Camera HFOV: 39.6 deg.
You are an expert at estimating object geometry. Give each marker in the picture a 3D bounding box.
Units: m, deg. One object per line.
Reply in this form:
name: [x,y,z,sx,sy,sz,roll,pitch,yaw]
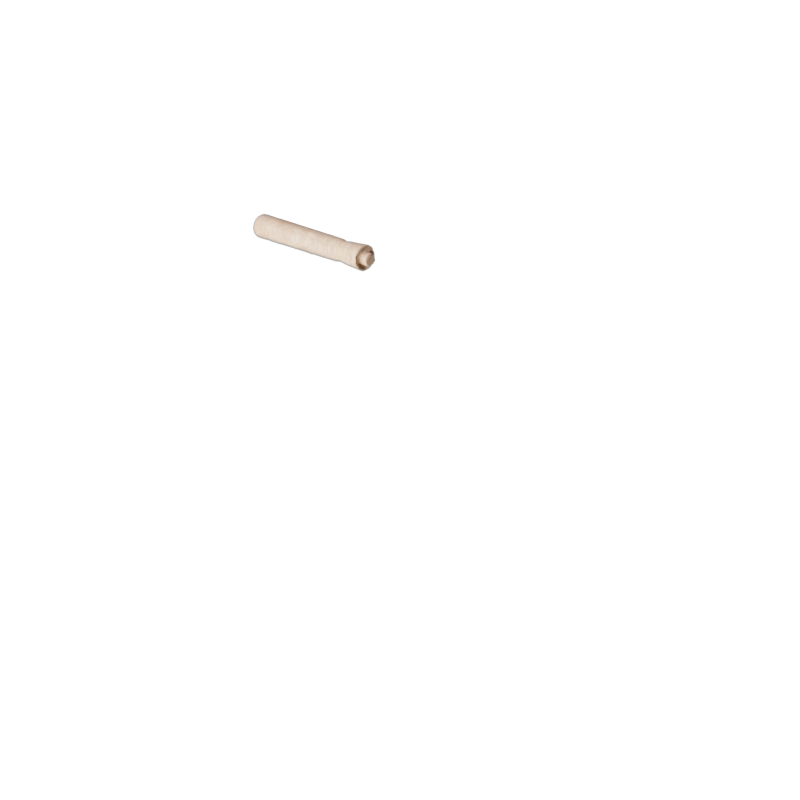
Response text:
marker: [-0.063,-0.115,0.808,0.019,0.019,0.129,-4,19,-43]
